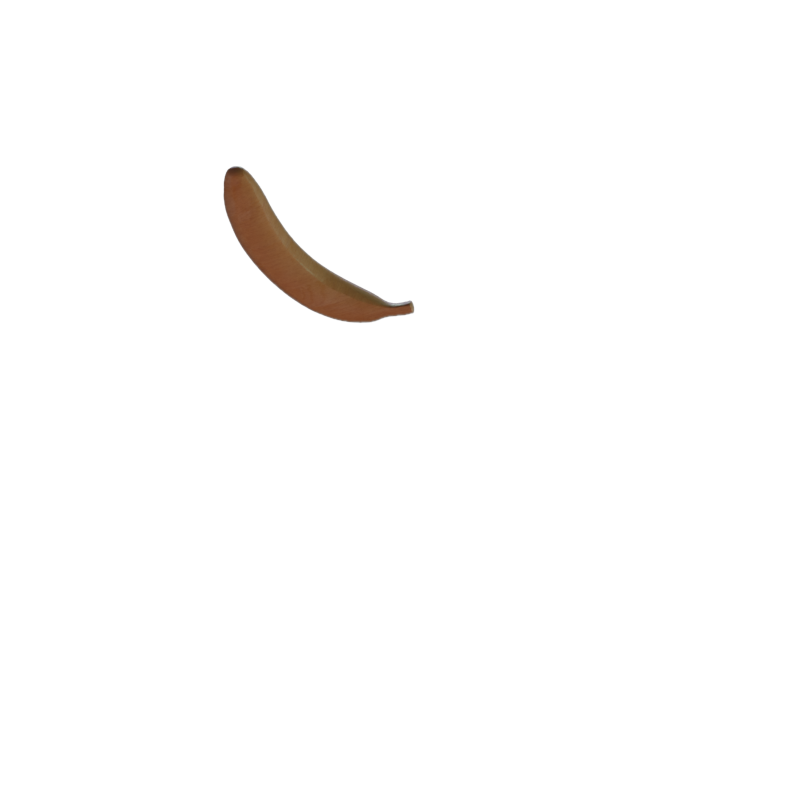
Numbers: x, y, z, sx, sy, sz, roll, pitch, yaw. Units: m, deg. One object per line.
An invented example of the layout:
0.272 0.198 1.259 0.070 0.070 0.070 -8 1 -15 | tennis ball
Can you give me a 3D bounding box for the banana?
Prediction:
-0.080 -0.115 0.898 0.187 0.039 0.069 35 -60 -25 | banana
